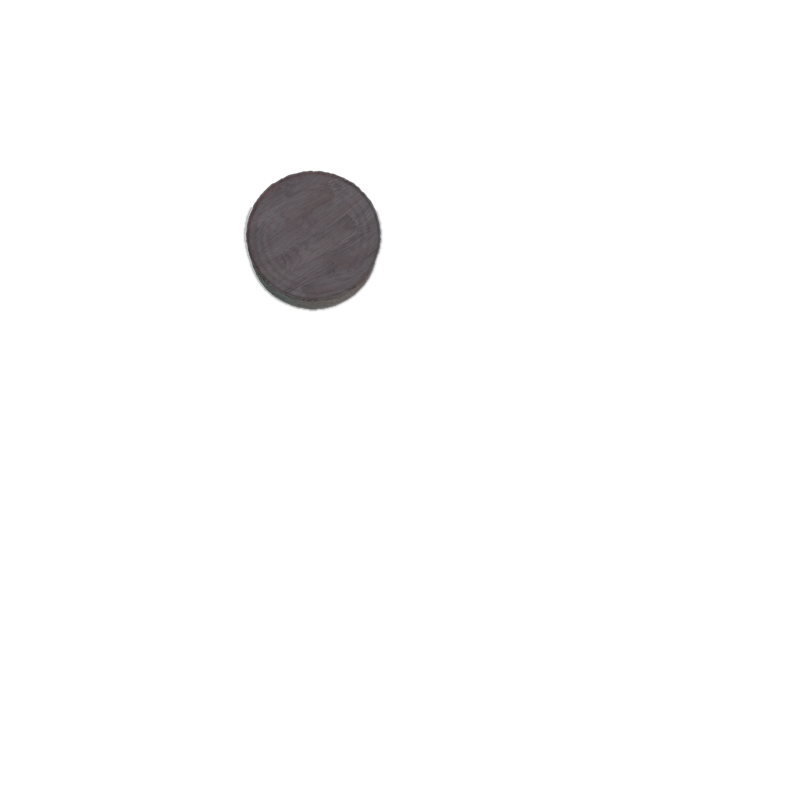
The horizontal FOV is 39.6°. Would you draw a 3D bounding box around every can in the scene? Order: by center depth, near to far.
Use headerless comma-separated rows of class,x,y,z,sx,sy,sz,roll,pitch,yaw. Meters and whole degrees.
can,-0.056,-0.102,0.714,0.086,0.089,0.032,0,-15,-1
